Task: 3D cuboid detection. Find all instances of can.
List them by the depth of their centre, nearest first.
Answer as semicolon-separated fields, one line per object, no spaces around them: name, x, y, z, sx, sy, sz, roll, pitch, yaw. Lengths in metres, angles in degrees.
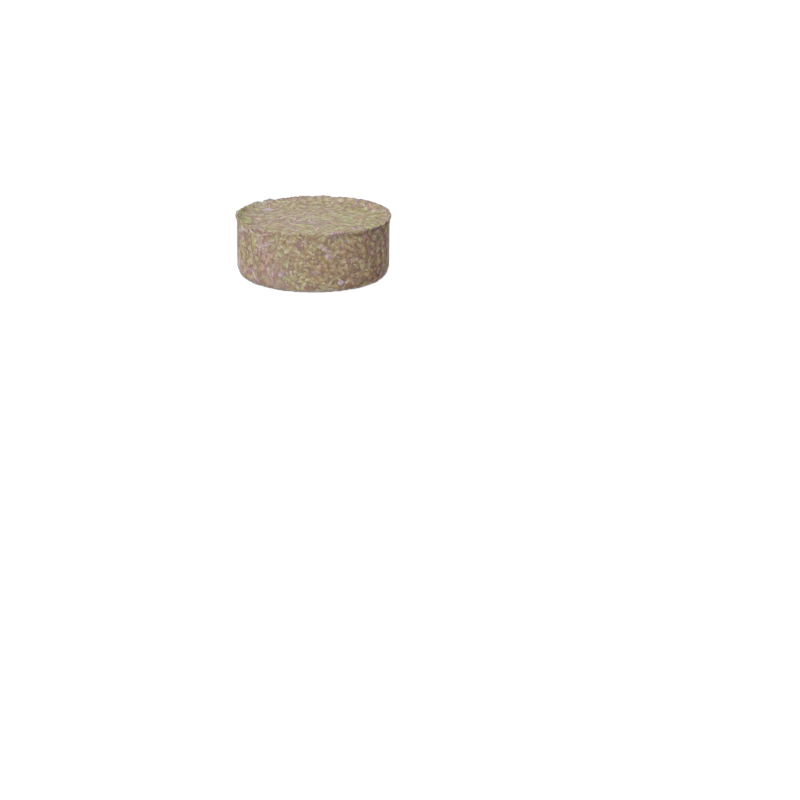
can;-0.048;-0.088;0.614;0.086;0.032;0.090;-1;22;-2
